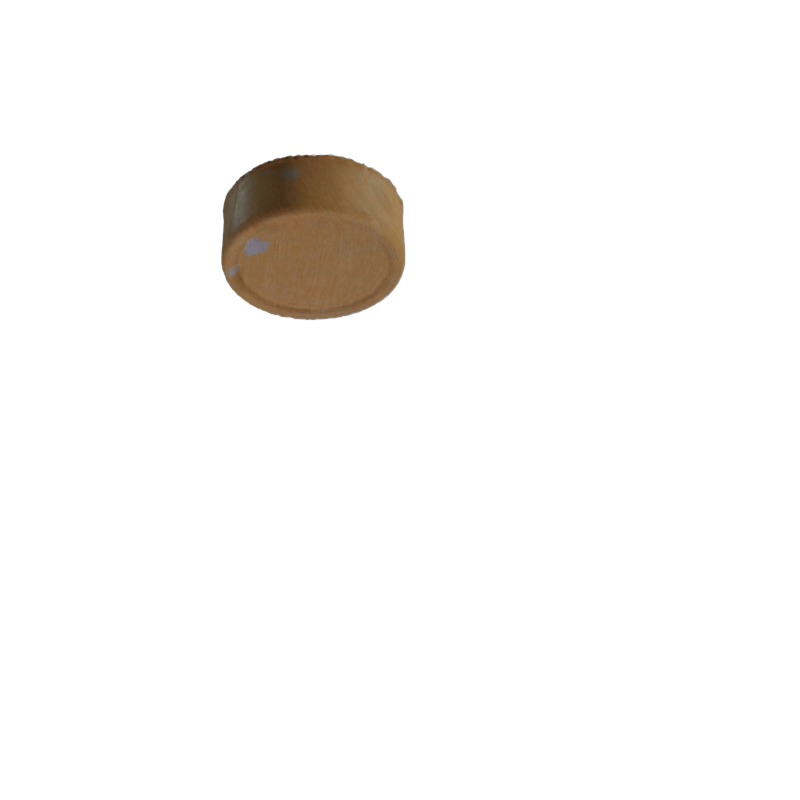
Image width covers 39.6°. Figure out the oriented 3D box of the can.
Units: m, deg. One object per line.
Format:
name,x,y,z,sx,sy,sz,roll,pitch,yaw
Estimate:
can,-0.040,-0.073,0.515,0.086,0.036,0.080,1,-33,-2
